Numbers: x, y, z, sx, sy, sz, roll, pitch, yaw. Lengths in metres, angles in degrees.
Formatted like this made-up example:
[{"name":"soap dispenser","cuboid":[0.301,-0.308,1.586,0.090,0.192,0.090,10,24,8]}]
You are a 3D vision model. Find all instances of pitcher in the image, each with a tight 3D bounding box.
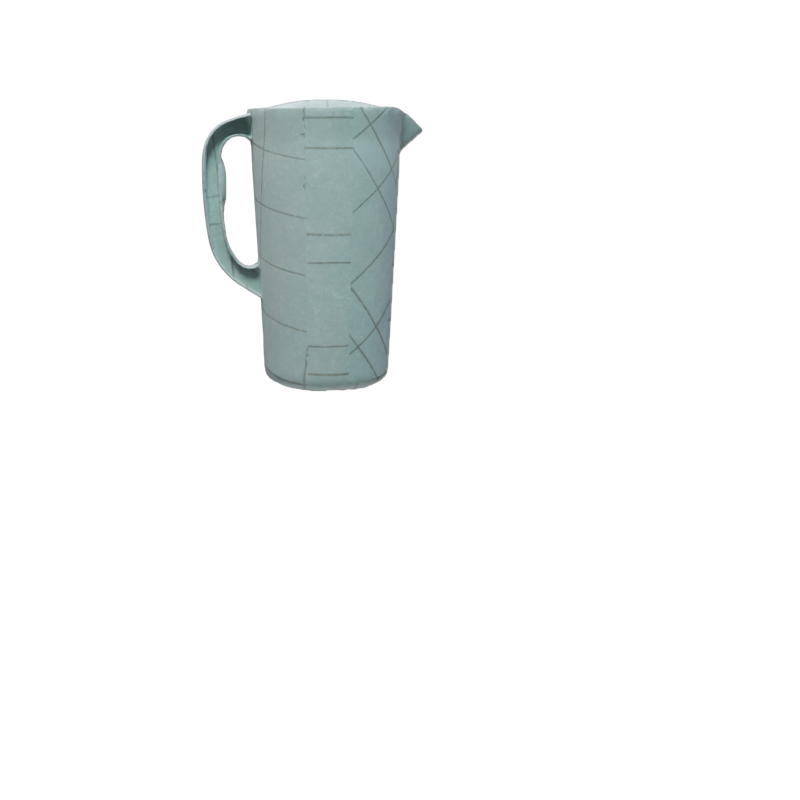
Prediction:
[{"name":"pitcher","cuboid":[-0.075,-0.136,0.955,0.156,0.239,0.141,6,9,35]}]
